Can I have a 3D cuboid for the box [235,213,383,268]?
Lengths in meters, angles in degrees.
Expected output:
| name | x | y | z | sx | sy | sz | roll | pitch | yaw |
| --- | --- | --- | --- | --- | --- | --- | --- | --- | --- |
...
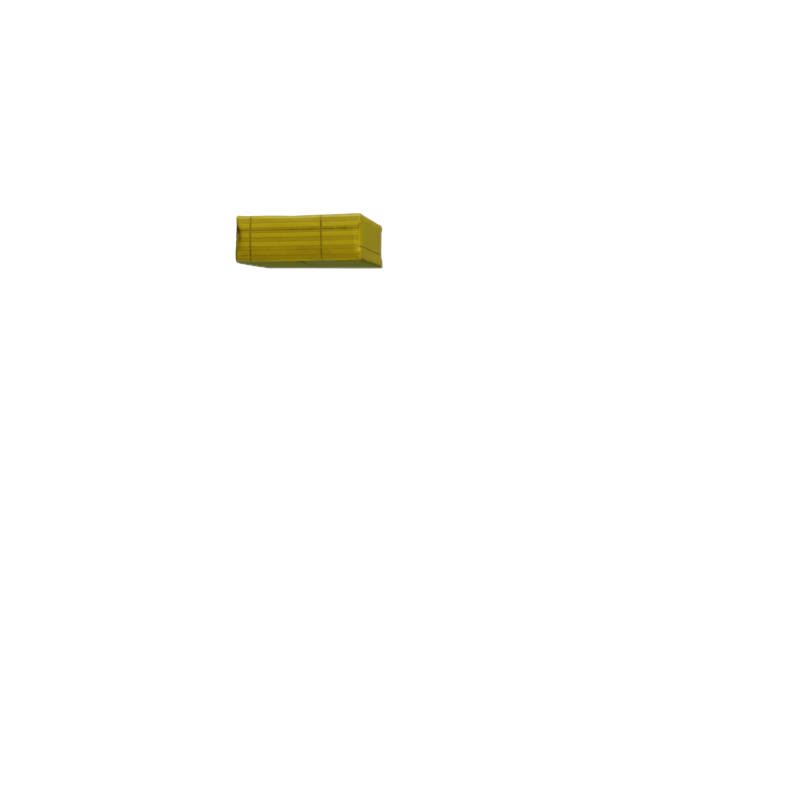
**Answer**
| name | x | y | z | sx | sy | sz | roll | pitch | yaw |
| --- | --- | --- | --- | --- | --- | --- | --- | --- | --- |
| box | -0.052 | -0.095 | 0.664 | 0.074 | 0.030 | 0.088 | 1 | 4 | 9 |
